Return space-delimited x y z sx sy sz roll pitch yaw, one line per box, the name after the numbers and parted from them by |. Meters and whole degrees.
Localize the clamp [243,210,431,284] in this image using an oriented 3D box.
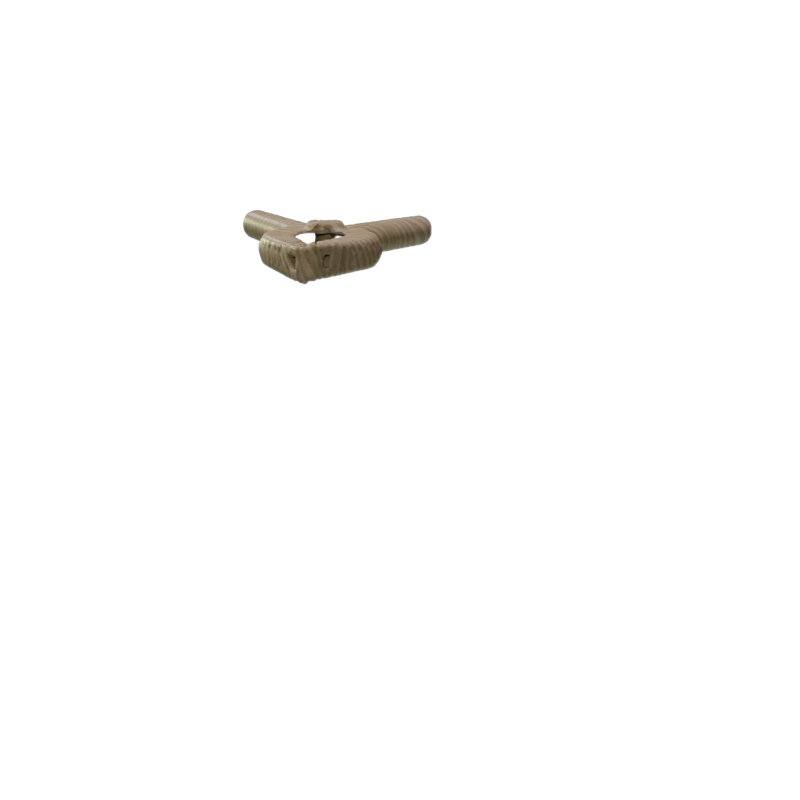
-0.070 -0.127 0.889 0.167 0.035 0.213 3 17 11 | clamp
